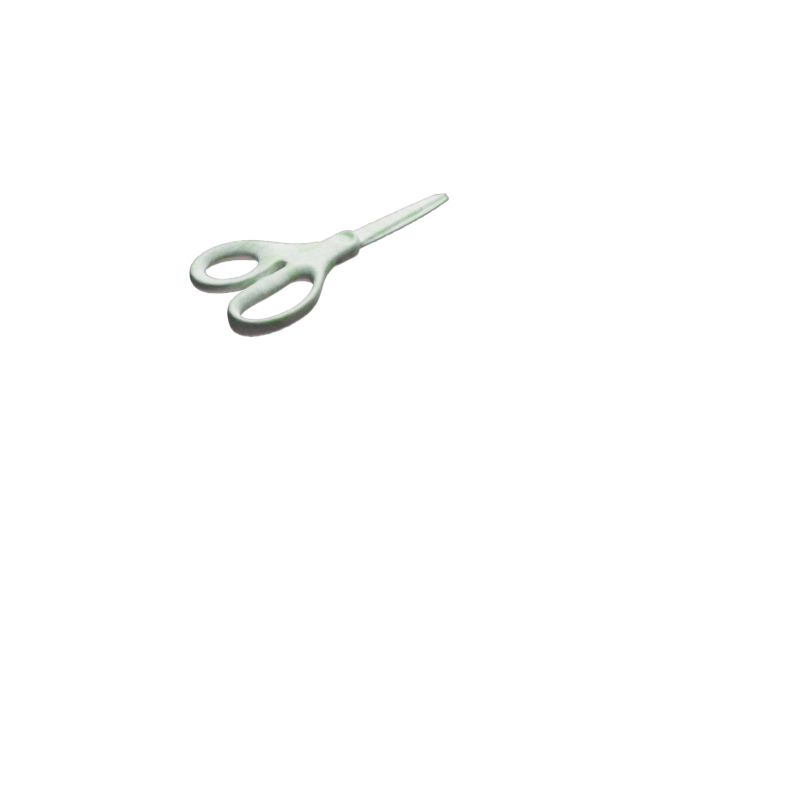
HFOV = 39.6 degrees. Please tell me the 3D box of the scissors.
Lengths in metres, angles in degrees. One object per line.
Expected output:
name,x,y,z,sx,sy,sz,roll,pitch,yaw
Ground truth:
scissors,-0.057,-0.104,0.732,0.101,0.015,0.206,21,43,23
